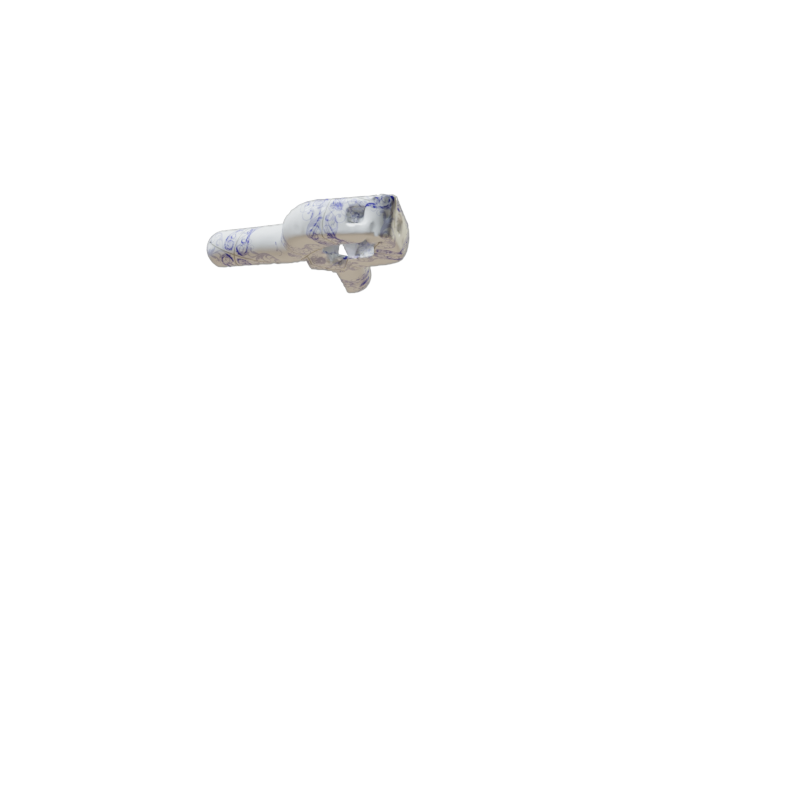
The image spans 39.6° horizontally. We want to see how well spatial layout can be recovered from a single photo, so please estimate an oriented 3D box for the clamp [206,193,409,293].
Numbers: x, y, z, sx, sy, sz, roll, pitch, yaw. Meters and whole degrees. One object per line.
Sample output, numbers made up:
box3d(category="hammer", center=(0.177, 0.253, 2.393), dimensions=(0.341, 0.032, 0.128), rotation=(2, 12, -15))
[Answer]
box3d(category="clamp", center=(-0.056, -0.102, 0.713), dimensions=(0.117, 0.040, 0.170), rotation=(3, -9, -17))
